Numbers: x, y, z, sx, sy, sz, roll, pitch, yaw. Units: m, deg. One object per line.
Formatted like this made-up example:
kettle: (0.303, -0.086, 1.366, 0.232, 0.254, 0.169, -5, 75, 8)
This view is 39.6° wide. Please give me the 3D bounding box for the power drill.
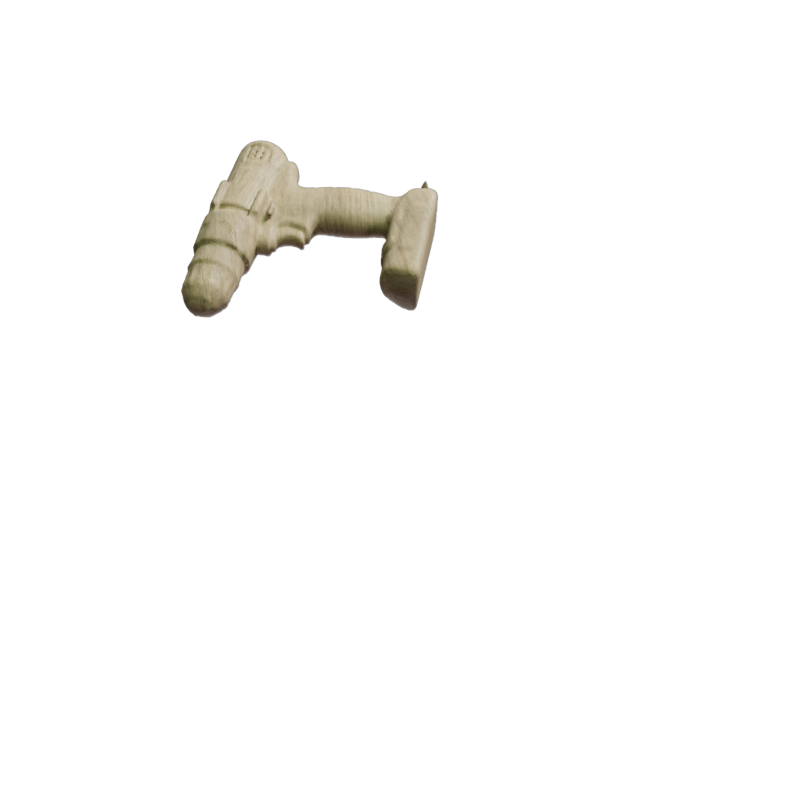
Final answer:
power drill: (-0.071, -0.129, 0.907, 0.191, 0.194, 0.054, 12, -36, 8)
